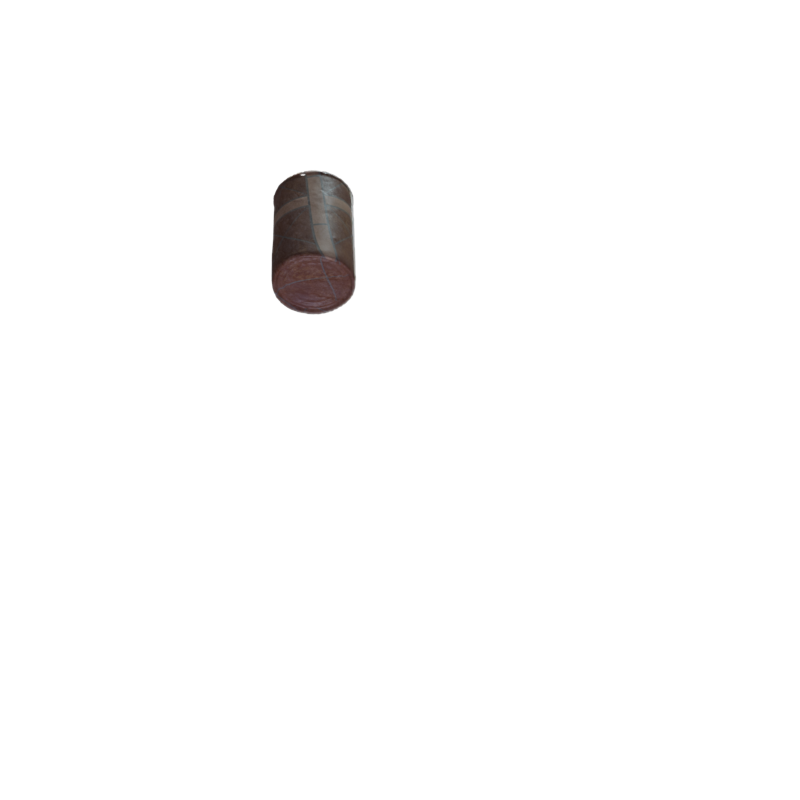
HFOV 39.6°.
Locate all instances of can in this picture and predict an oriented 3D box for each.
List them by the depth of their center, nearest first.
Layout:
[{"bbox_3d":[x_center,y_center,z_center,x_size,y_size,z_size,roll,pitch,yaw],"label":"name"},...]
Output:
[{"bbox_3d":[-0.070,-0.128,0.898,0.068,0.110,0.064,-1,-44,-3],"label":"can"}]
